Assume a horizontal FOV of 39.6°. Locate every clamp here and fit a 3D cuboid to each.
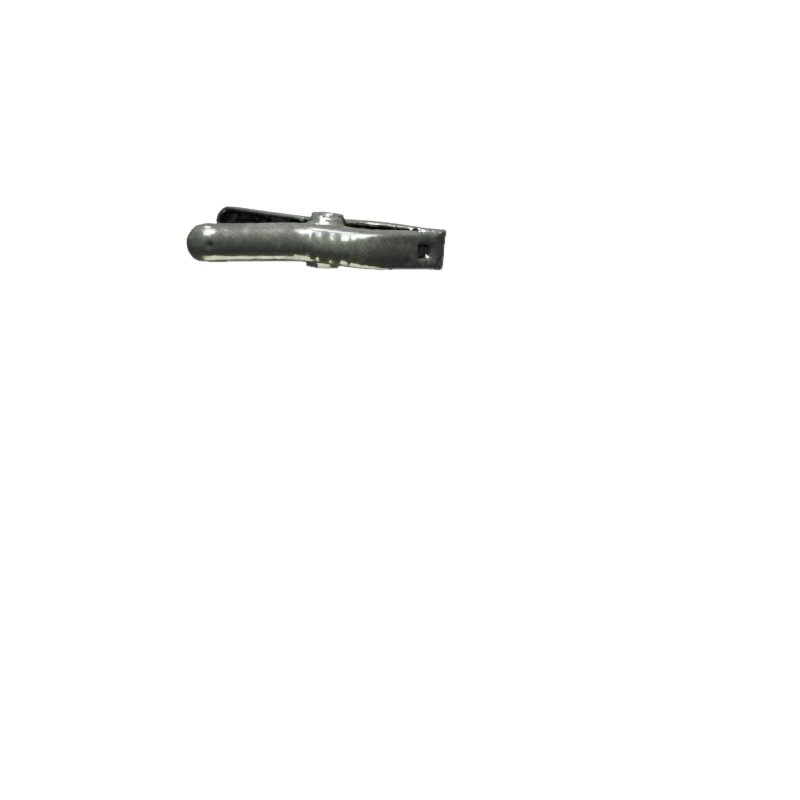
[{"bbox_3d":[-0.058,-0.106,0.743,0.175,0.038,0.123,5,21,12],"label":"clamp"}]
